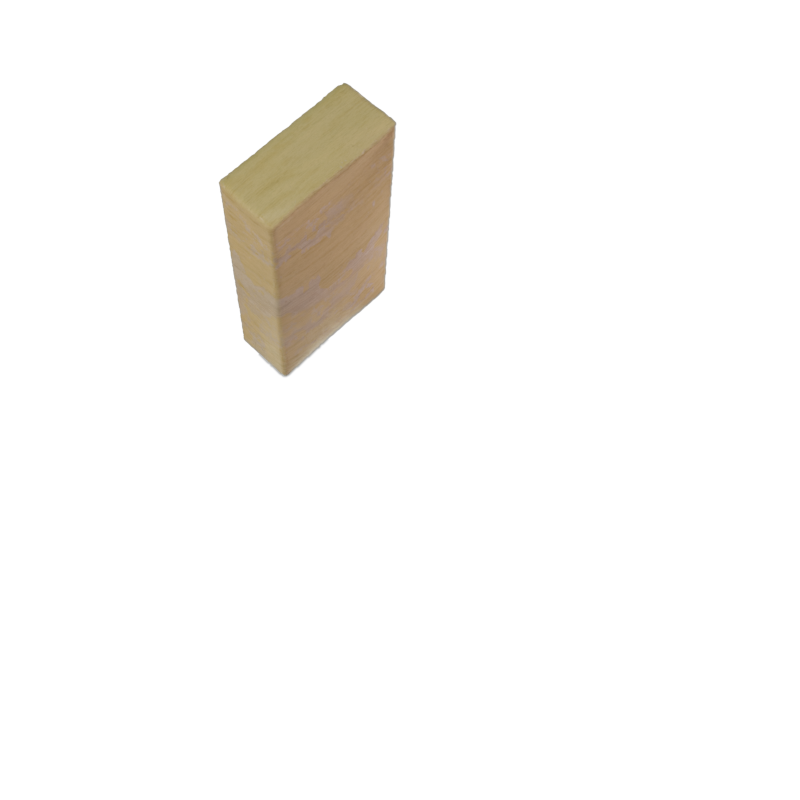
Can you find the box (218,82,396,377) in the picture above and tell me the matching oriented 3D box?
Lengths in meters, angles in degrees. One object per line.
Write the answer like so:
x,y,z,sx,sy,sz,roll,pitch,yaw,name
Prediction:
-0.049,-0.090,0.630,0.050,0.094,0.167,42,-20,13,box
